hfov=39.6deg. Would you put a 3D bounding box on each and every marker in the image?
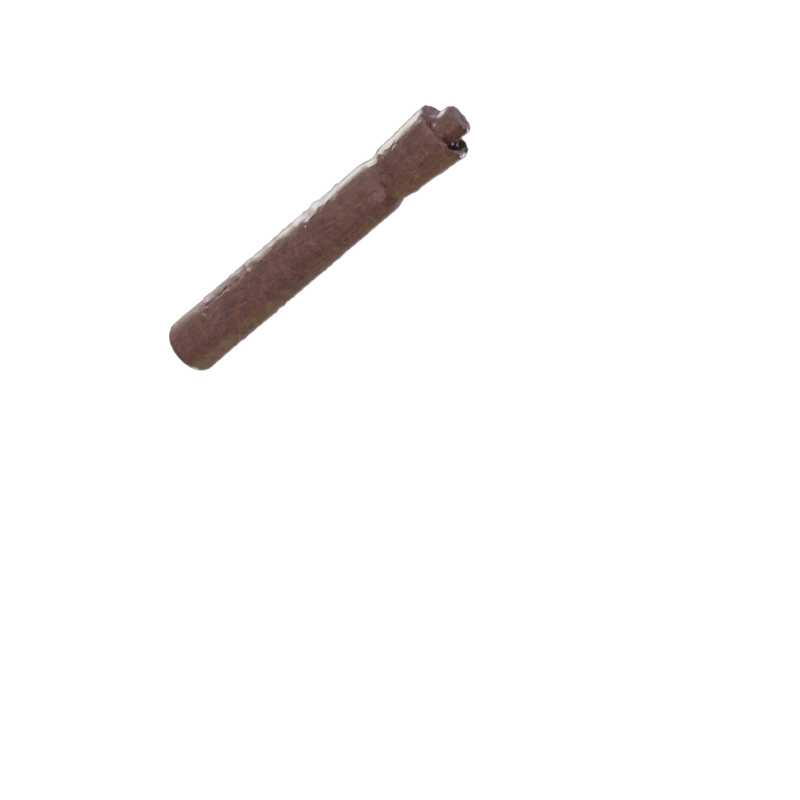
[{"bbox_3d":[-0.026,-0.048,0.335,0.119,0.021,0.019,-36,-16,29],"label":"marker"}]
